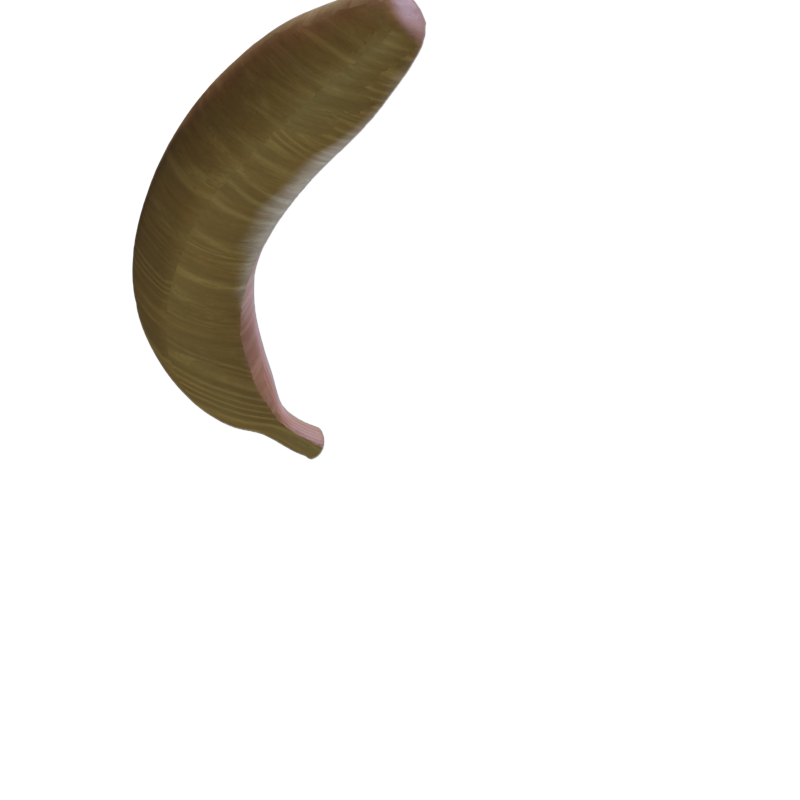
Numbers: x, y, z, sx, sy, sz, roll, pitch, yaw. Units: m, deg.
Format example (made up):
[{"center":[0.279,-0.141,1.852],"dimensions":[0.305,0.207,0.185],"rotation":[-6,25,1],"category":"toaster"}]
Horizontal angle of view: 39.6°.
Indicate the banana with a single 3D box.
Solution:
[{"center":[-0.045,-0.046,0.329],"dimensions":[0.069,0.039,0.187],"rotation":[5,-35,-9],"category":"banana"}]
